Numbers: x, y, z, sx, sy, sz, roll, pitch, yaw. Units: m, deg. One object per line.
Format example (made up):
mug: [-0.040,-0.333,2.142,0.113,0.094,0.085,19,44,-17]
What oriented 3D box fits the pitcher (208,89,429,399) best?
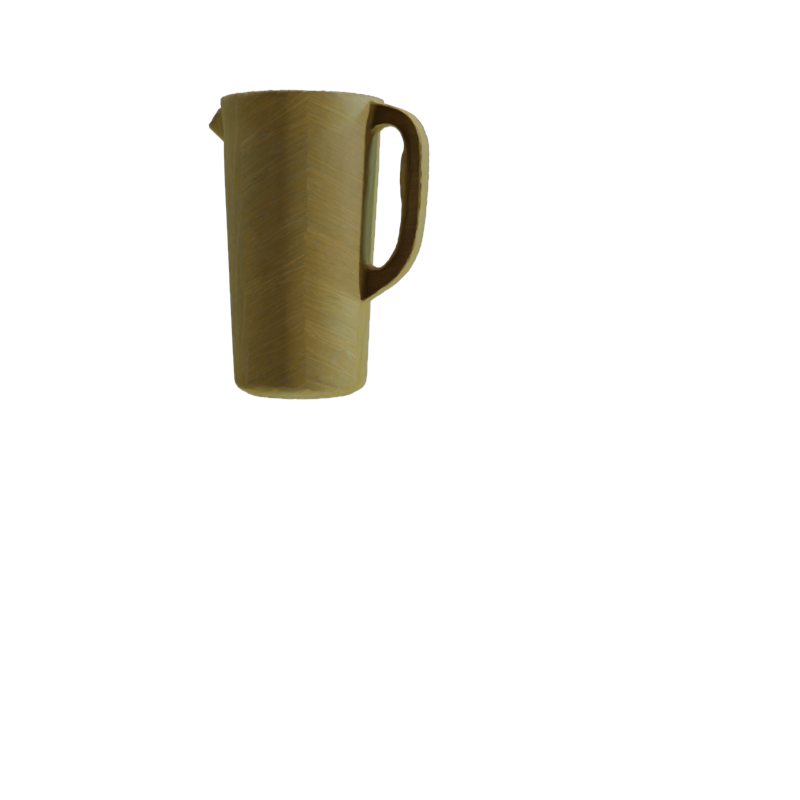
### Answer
pitcher: [-0.070,-0.127,0.892,0.141,0.242,0.154,-1,3,-25]
